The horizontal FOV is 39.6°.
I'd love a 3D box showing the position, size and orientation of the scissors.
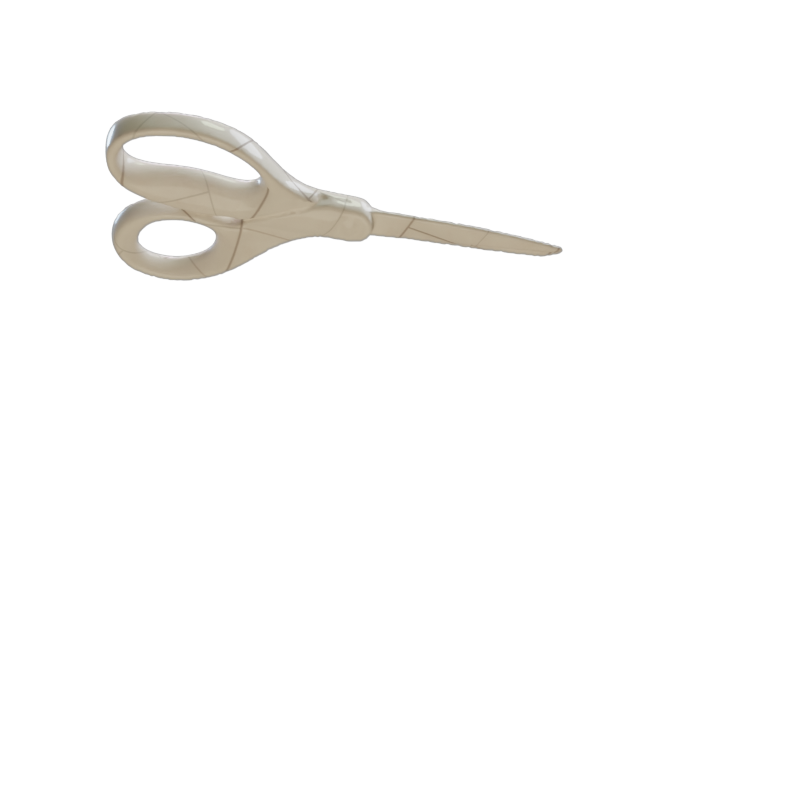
[{"bbox_3d":[-0.038,-0.070,0.487,0.194,0.017,0.093,19,-44,-21],"label":"scissors"}]
